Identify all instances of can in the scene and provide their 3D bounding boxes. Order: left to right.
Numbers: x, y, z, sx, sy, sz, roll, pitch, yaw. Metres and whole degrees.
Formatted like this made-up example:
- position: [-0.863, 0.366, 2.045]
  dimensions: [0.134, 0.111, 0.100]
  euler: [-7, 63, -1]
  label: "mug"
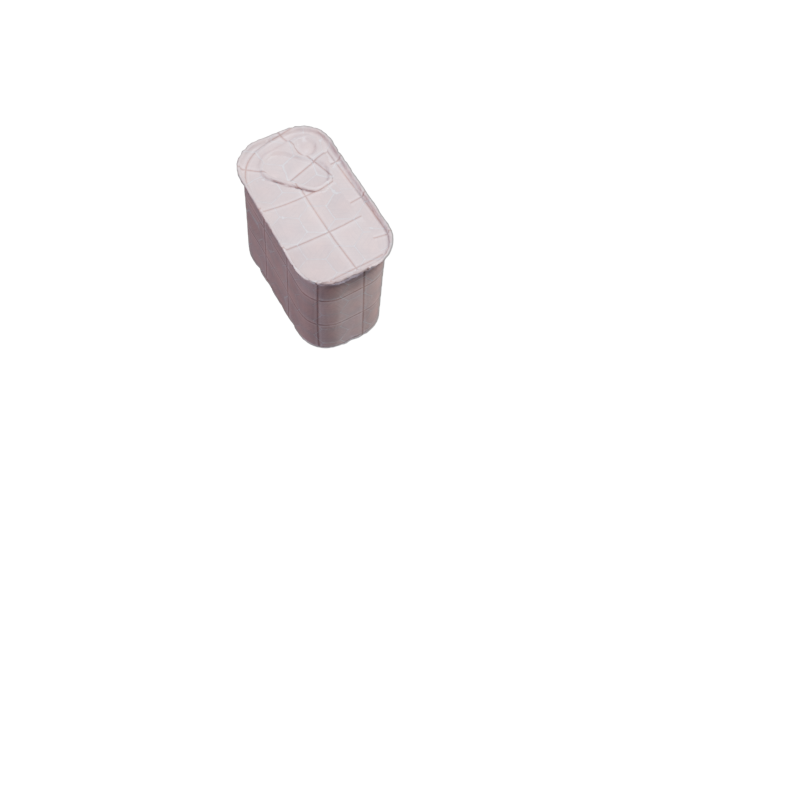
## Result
- position: [-0.049, -0.090, 0.631]
  dimensions: [0.057, 0.109, 0.079]
  euler: [-25, -25, -15]
  label: "can"
